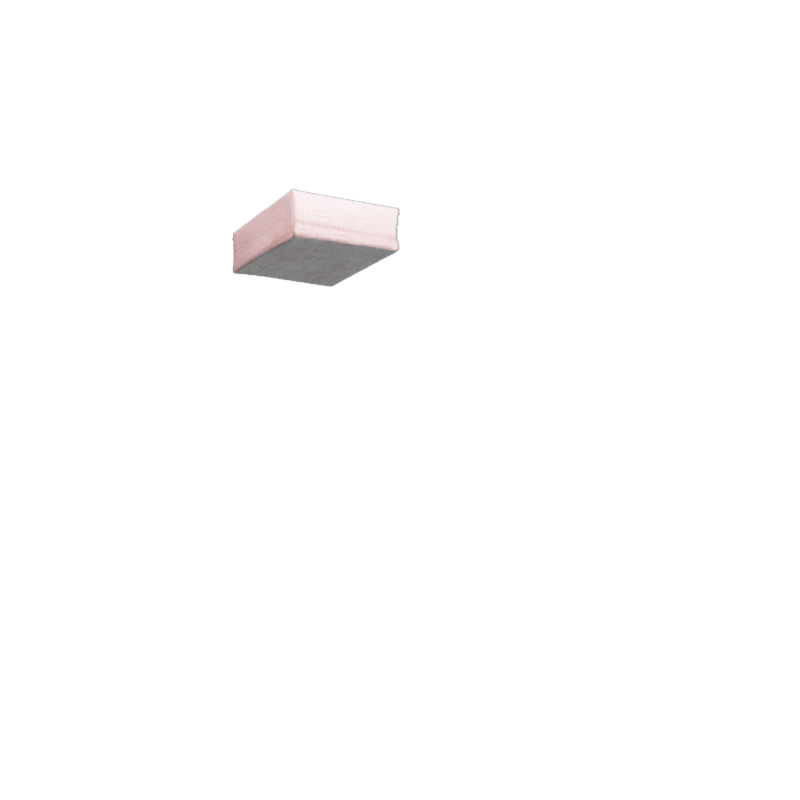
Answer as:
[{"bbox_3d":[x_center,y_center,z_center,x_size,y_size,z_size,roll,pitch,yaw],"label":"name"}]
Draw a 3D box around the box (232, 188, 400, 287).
[{"bbox_3d":[-0.066,-0.120,0.843,0.086,0.040,0.114,5,-11,-29],"label":"box"}]
